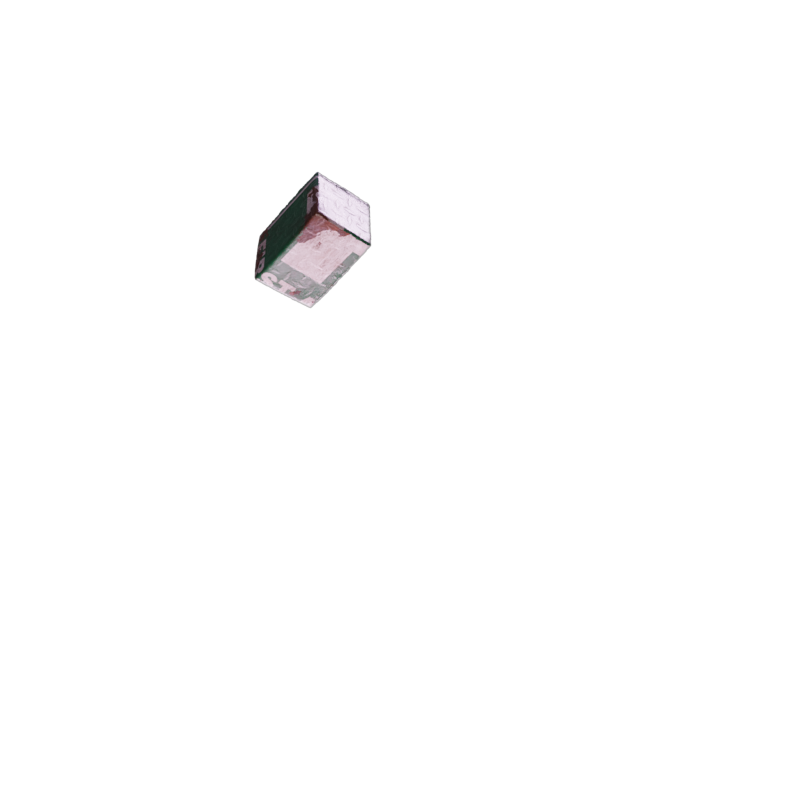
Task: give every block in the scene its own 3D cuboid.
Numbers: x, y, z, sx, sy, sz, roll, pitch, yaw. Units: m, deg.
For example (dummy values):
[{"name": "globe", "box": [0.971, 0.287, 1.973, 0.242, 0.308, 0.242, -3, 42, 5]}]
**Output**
[{"name": "block", "box": [-0.065, -0.118, 0.824, 0.050, 0.055, 0.076, 31, -56, -26]}]
